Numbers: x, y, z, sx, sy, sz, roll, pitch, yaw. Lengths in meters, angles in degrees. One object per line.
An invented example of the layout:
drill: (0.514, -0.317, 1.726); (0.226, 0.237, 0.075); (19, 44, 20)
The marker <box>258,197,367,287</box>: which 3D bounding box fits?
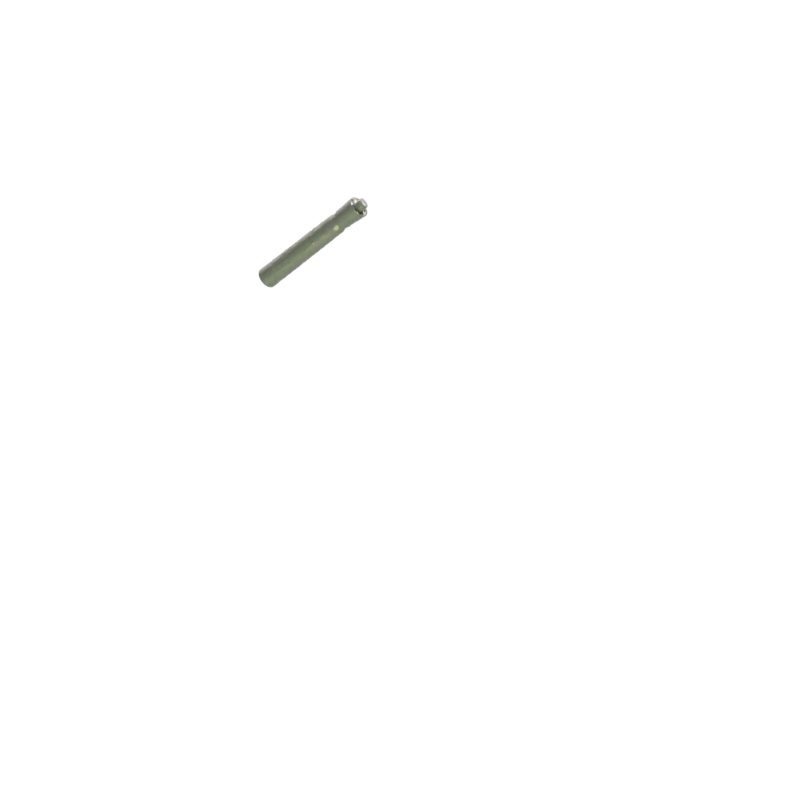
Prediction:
marker: (-0.072, -0.132, 0.921); (0.120, 0.021, 0.019); (-32, -16, 32)
